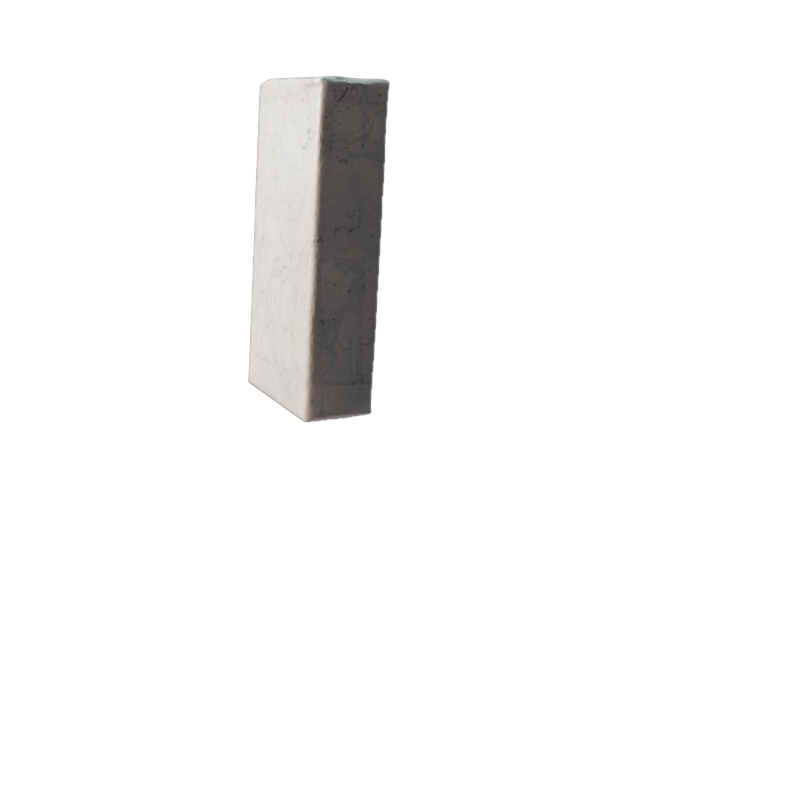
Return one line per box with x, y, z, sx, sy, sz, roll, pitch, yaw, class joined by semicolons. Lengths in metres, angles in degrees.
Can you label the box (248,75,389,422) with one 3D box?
-0.047;-0.086;0.601;0.047;0.173;0.098;-3;9;-26;box
